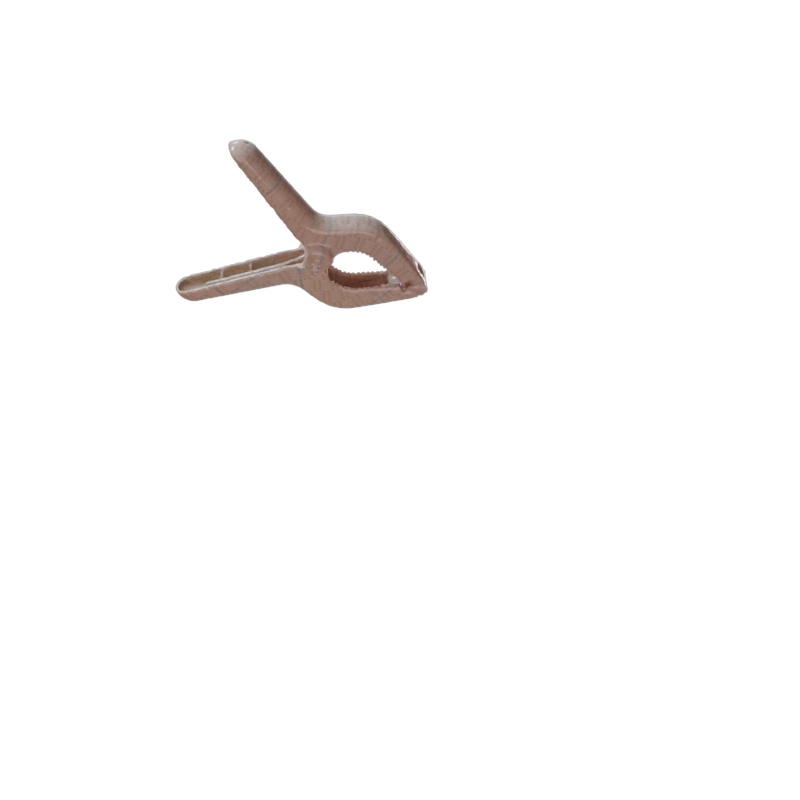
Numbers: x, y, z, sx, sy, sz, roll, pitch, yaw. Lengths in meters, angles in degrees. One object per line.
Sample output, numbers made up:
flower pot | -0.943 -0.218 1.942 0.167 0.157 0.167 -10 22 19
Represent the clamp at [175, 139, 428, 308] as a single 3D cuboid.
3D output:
clamp | -0.073 -0.133 0.931 0.207 0.156 0.039 11 40 -9
